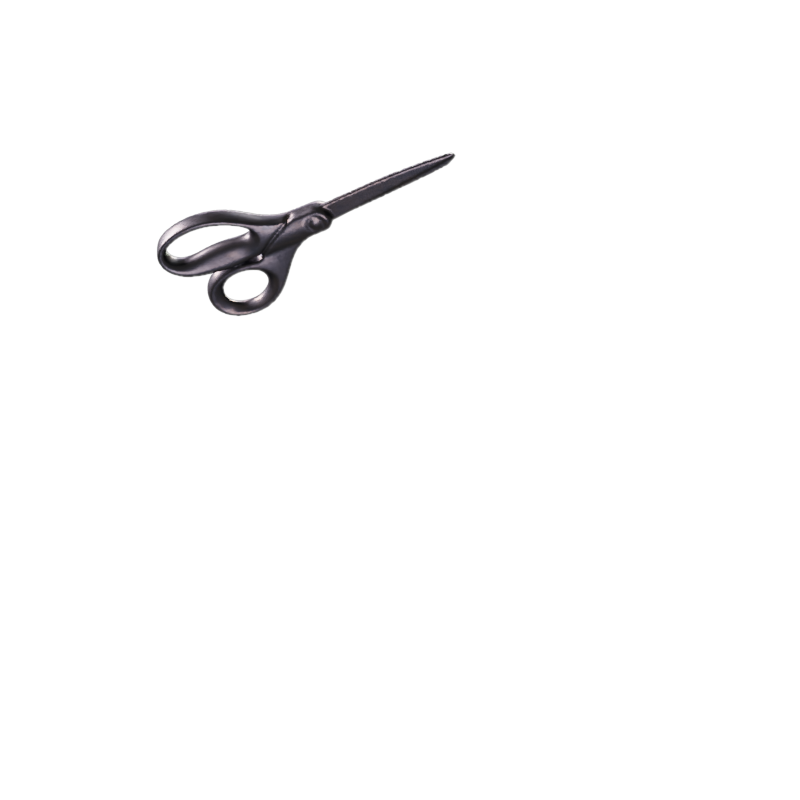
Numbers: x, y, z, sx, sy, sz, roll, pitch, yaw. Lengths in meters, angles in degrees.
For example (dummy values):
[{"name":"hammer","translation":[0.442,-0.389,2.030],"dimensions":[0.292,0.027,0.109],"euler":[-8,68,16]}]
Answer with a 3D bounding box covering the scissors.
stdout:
[{"name":"scissors","translation":[-0.056,-0.102,0.714],"dimensions":[0.203,0.017,0.089],"euler":[-10,-44,10]}]
